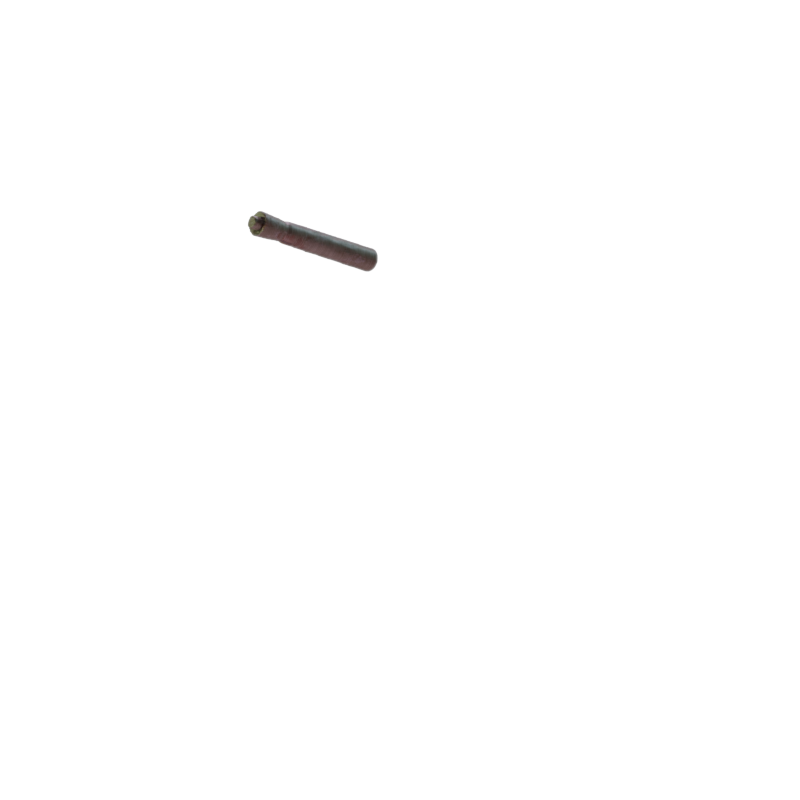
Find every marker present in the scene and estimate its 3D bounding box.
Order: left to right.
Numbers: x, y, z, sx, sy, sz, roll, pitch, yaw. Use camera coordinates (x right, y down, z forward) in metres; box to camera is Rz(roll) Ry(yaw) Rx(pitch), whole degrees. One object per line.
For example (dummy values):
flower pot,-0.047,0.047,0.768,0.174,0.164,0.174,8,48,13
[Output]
marker,-0.065,-0.119,0.836,0.114,0.020,0.021,13,-5,-42
